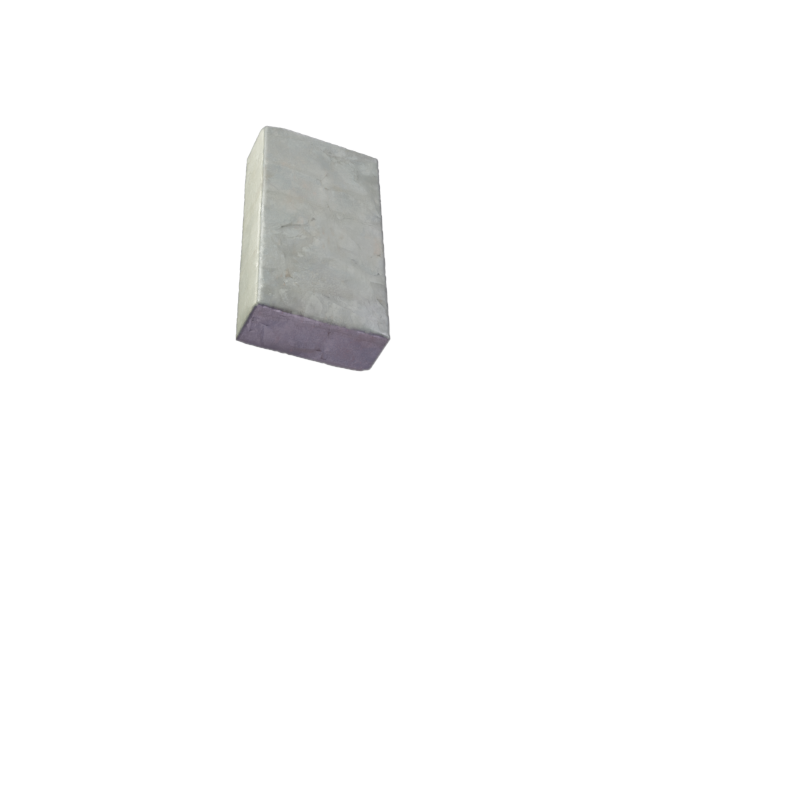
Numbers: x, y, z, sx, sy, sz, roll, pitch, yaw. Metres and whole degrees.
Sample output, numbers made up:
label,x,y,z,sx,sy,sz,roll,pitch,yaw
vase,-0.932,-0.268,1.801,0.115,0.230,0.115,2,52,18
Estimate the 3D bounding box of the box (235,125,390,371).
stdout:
label,x,y,z,sx,sy,sz,roll,pitch,yaw
box,-0.059,-0.108,0.752,0.090,0.189,0.046,13,-42,-19
